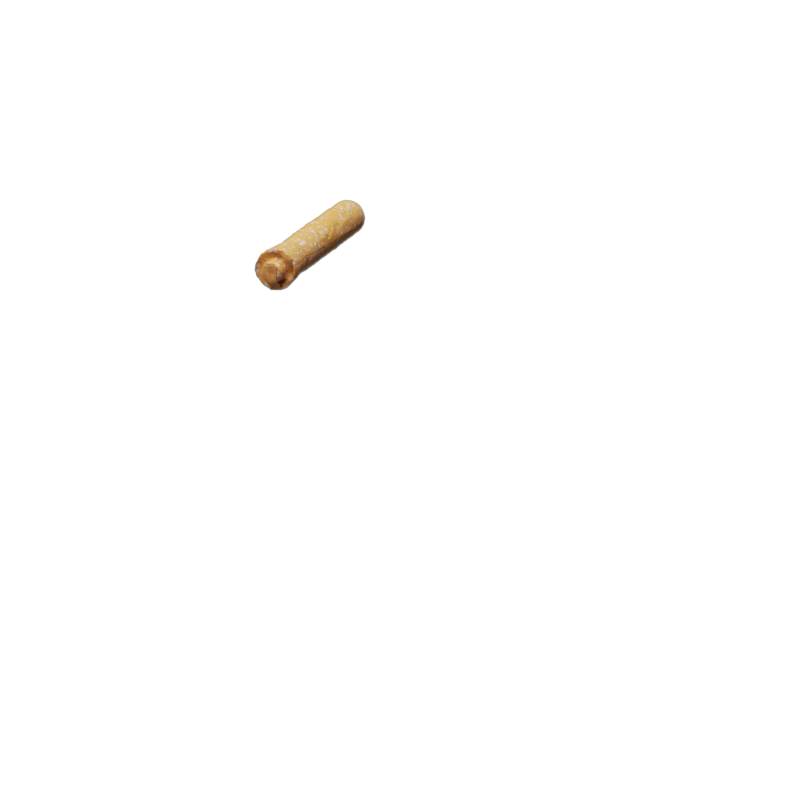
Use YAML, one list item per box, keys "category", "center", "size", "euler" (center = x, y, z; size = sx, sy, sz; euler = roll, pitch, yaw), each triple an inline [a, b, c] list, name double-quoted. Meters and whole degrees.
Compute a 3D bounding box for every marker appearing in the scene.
- category: "marker"
  center: [-0.041, -0.075, 0.528]
  size: [0.020, 0.019, 0.123]
  euler: [1, 20, 14]
